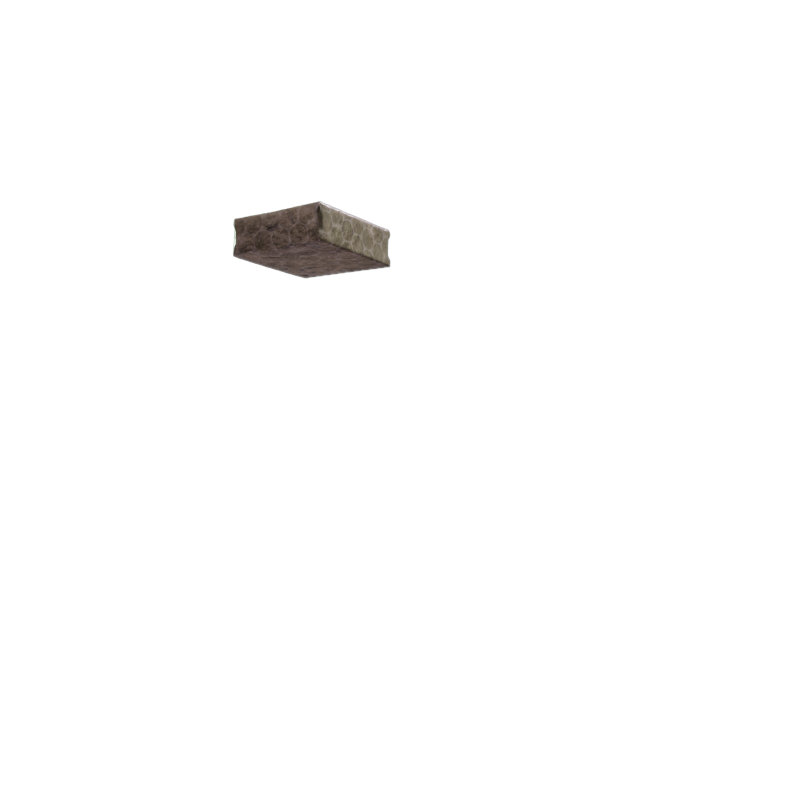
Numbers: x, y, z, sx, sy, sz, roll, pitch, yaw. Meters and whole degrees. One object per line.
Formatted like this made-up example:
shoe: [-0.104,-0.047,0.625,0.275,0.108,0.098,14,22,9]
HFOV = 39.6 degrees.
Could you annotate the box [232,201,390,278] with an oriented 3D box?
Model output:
box: [-0.060,-0.109,0.762,0.075,0.031,0.085,-5,-9,33]
